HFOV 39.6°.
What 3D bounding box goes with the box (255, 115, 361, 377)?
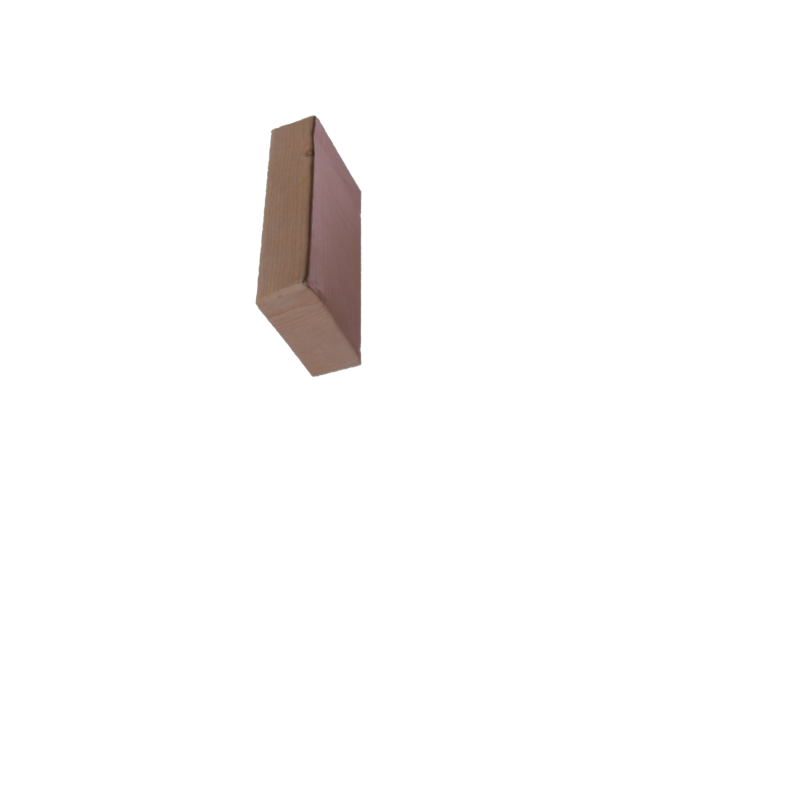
[{"bbox_3d":[-0.064,-0.116,0.815,0.048,0.189,0.086,-18,-43,16],"label":"box"}]
